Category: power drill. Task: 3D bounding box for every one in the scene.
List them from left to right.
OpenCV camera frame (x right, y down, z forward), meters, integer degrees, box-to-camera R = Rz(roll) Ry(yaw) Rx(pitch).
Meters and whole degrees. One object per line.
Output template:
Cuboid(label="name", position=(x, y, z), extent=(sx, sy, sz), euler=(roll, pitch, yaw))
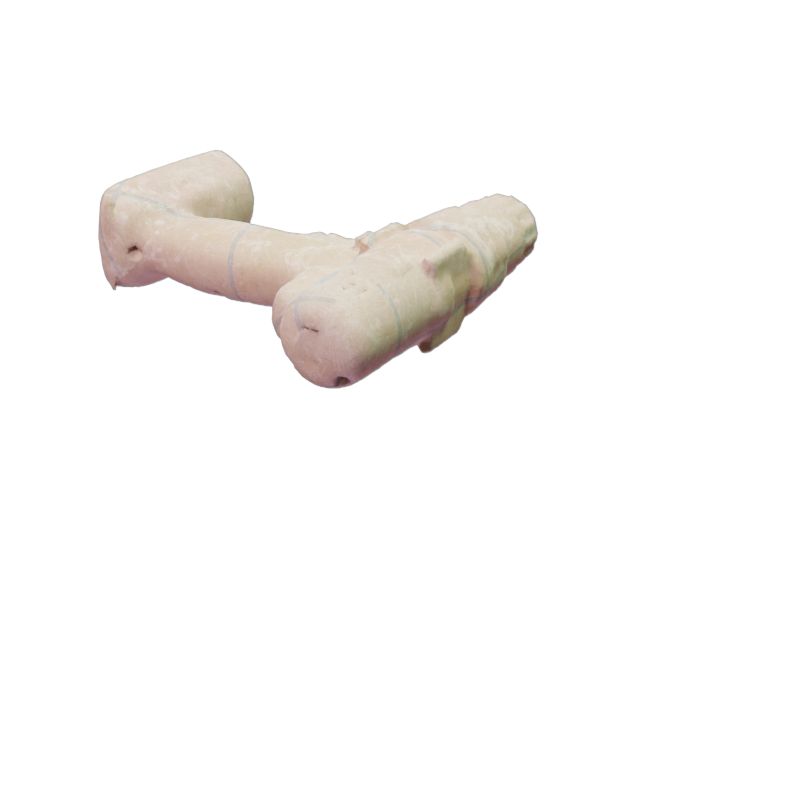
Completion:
Cuboid(label="power drill", position=(-0.044, -0.080, 0.563), extent=(0.198, 0.054, 0.184), euler=(18, 31, 31))
